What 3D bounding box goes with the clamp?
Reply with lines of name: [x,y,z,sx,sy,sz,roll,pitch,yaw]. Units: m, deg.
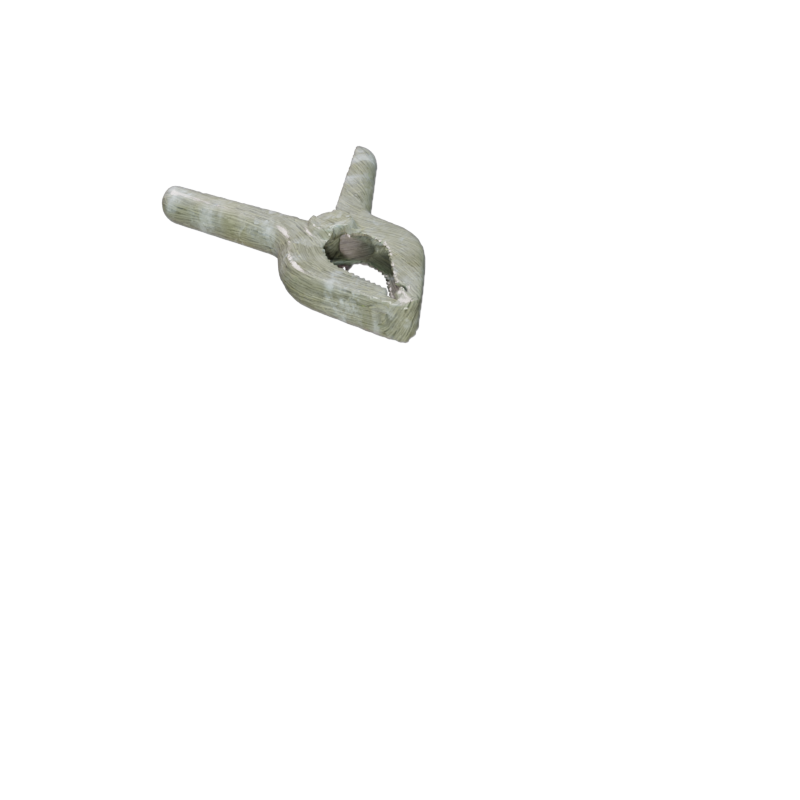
clamp: [-0.057,-0.104,0.725,0.162,0.034,0.227,-14,39,-18]
